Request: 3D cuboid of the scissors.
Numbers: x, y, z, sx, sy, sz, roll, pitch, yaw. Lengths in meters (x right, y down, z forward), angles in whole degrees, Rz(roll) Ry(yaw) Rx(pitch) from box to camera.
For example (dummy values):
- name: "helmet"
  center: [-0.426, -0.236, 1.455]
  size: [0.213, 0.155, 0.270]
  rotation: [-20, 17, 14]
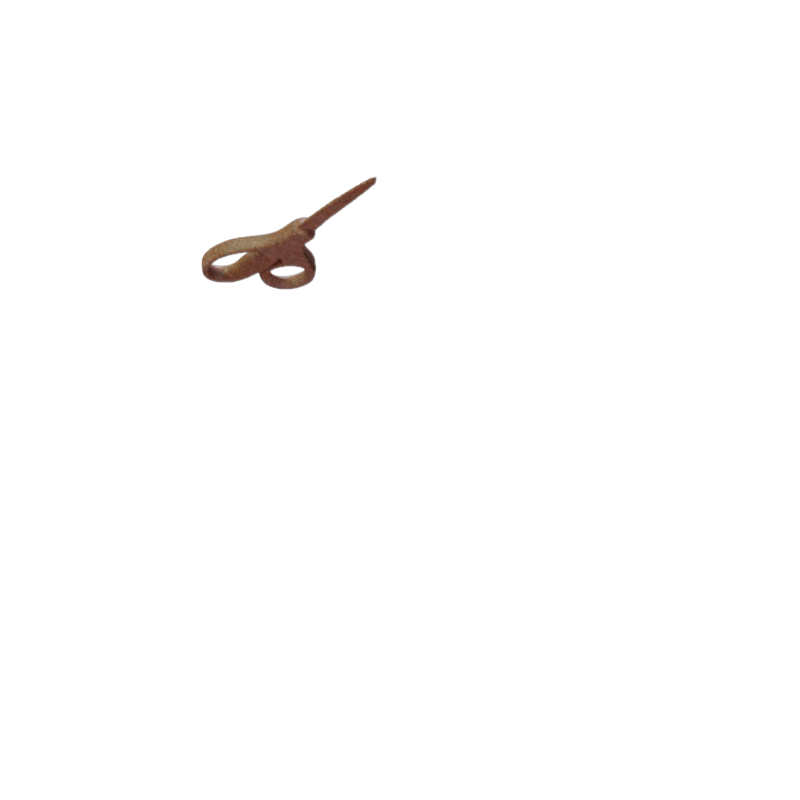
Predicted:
- name: "scissors"
  center: [-0.064, -0.116, 0.815]
  size: [0.205, 0.016, 0.090]
  rotation: [-14, -21, 40]
